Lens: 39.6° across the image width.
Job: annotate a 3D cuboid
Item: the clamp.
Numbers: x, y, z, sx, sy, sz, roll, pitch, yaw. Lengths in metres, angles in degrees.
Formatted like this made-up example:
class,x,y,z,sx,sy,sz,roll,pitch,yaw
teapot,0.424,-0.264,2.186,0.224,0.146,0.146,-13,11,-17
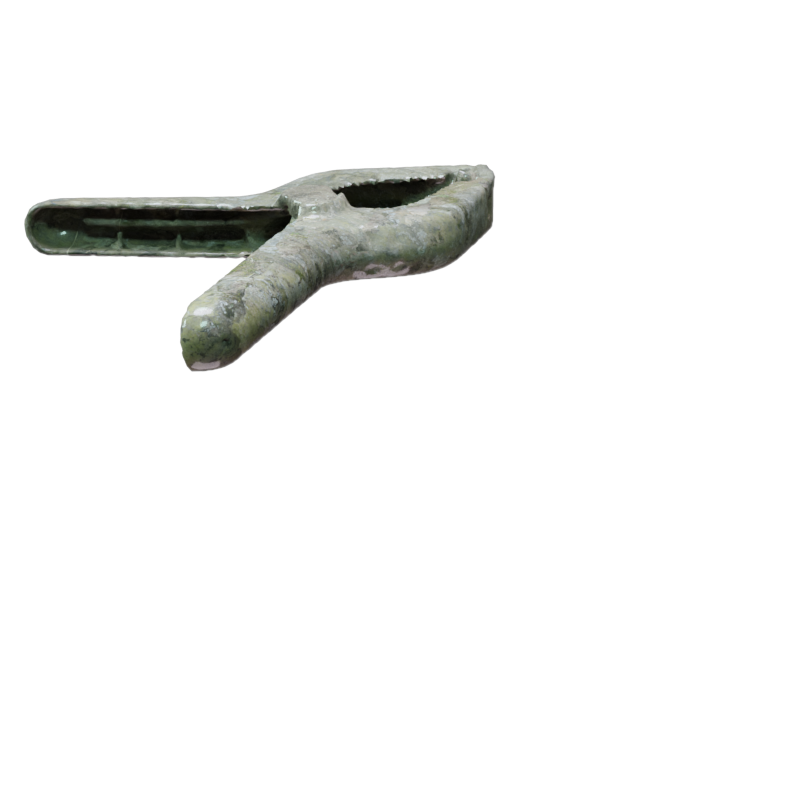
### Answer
class,x,y,z,sx,sy,sz,roll,pitch,yaw
clamp,-0.037,-0.067,0.469,0.206,0.035,0.176,-13,30,-25
